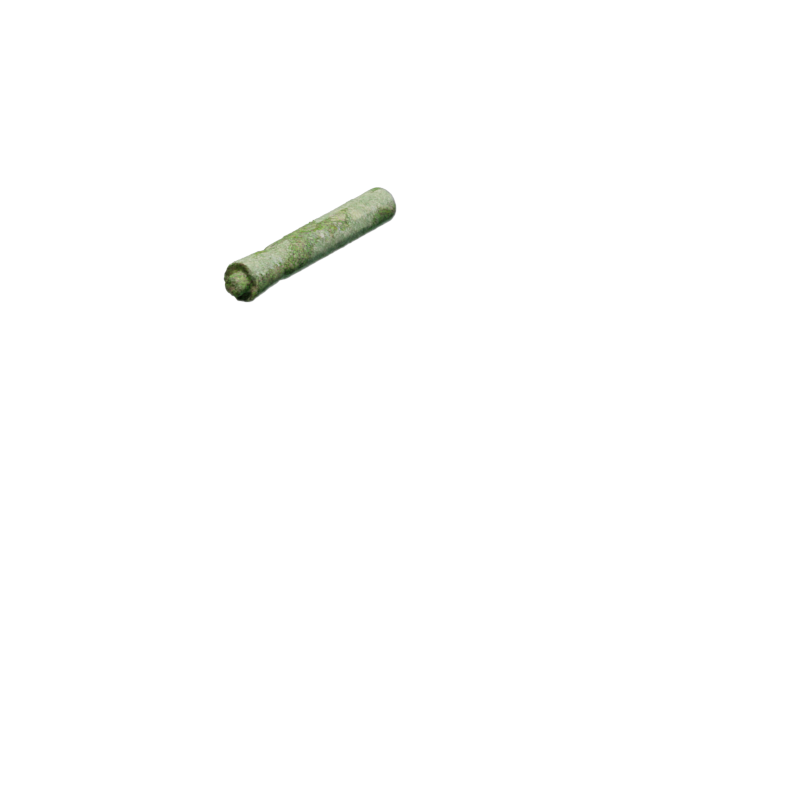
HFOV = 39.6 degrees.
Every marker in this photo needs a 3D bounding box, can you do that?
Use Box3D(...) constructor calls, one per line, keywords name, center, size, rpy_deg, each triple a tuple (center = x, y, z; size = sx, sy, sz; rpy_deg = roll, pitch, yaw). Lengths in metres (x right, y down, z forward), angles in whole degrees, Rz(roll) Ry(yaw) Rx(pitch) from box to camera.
Box3D(name="marker", center=(-0.040, -0.074, 0.515), size=(0.020, 0.019, 0.122), rpy_deg=(2, 26, 33))
